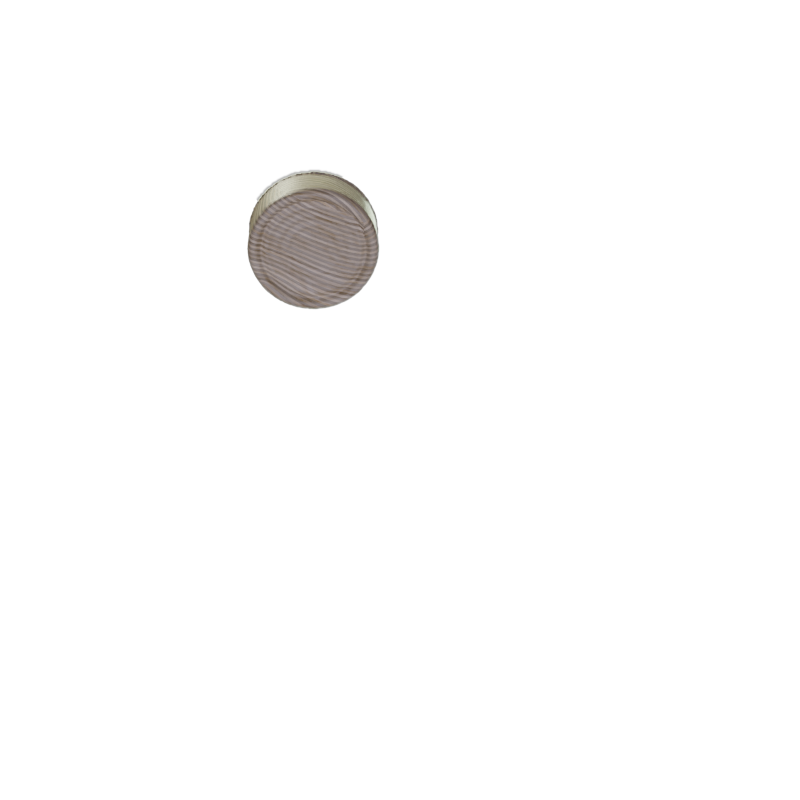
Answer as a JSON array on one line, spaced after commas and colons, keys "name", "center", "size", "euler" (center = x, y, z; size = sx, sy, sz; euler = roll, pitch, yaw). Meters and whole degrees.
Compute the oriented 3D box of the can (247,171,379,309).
[{"name": "can", "center": [-0.056, -0.103, 0.721], "size": [0.086, 0.081, 0.035], "euler": [1, 26, -1]}]
